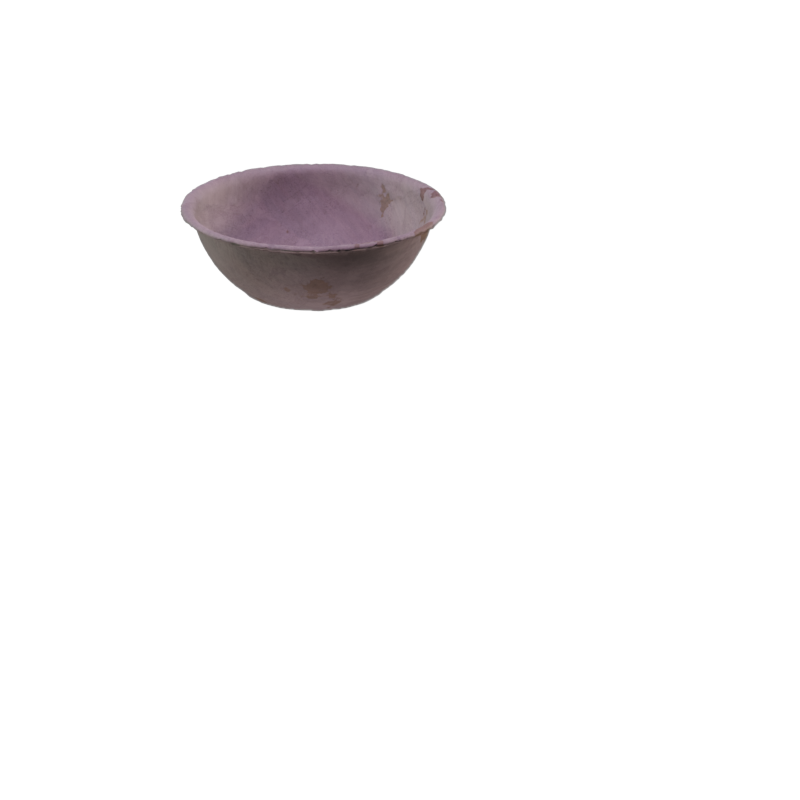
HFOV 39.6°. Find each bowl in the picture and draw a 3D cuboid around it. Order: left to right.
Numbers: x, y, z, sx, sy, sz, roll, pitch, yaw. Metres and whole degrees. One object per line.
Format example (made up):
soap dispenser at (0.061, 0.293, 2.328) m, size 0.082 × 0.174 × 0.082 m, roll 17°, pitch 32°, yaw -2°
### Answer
bowl at (-0.054, -0.098, 0.686) m, size 0.162 × 0.052 × 0.171 m, roll -1°, pitch 27°, yaw -2°
